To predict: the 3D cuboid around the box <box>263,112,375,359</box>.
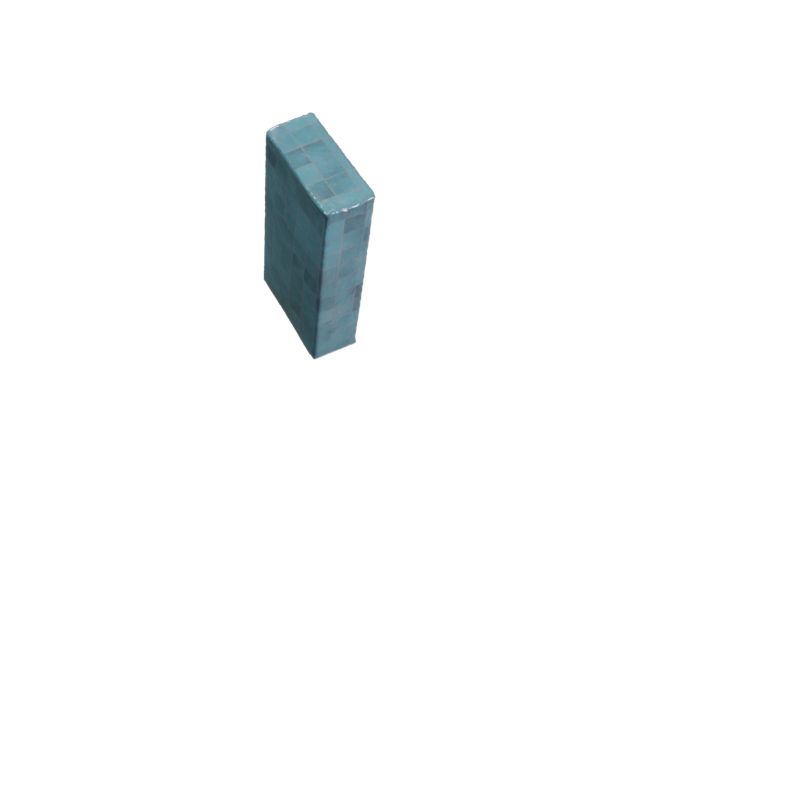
[{"bbox_3d":[-0.065,-0.118,0.824,0.048,0.100,0.165,-23,-29,-18],"label":"box"}]
